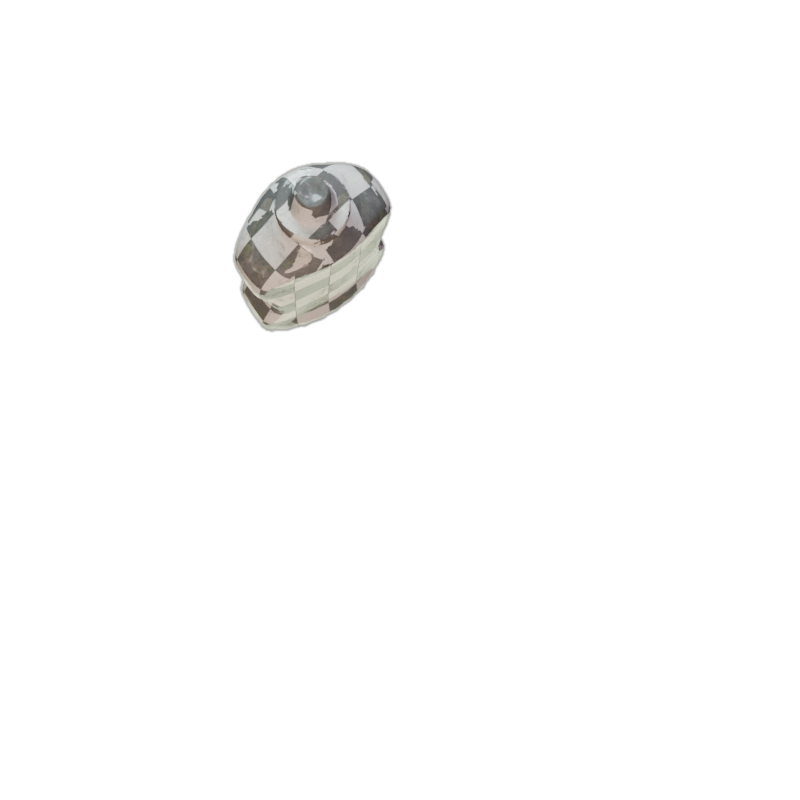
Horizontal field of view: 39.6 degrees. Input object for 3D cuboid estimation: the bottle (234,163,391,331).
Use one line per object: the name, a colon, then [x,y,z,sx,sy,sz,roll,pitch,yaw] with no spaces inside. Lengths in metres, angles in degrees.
bottle: [-0.052,-0.094,0.657,0.096,0.060,0.187,-32,-4,-7]
